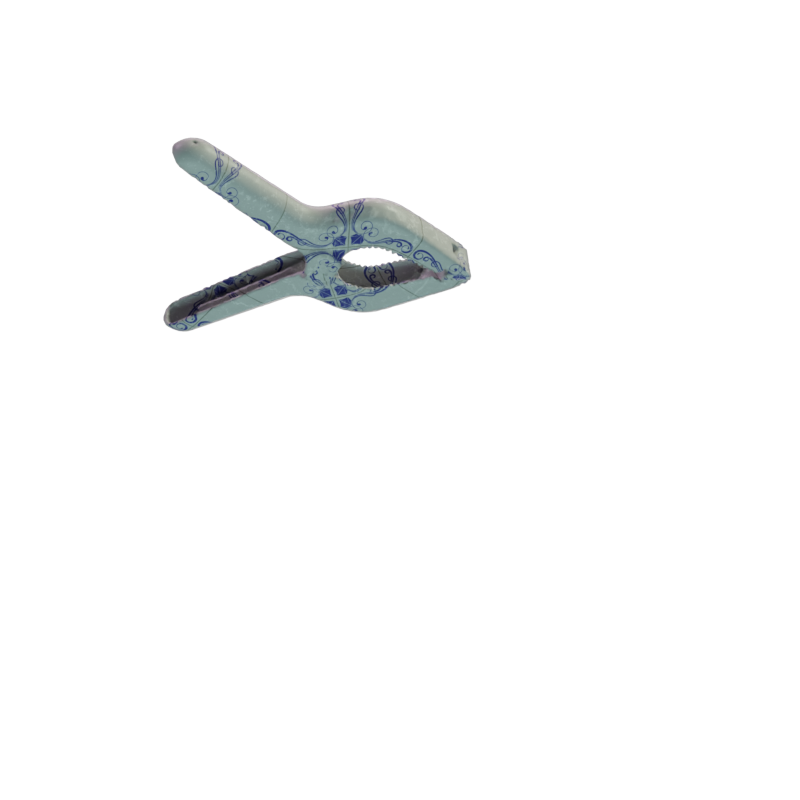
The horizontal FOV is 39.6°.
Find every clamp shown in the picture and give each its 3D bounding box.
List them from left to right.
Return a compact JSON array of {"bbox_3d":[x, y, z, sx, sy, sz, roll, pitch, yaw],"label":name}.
[{"bbox_3d":[-0.057,-0.104,0.731,0.210,0.039,0.153,1,-41,-1],"label":"clamp"}]
